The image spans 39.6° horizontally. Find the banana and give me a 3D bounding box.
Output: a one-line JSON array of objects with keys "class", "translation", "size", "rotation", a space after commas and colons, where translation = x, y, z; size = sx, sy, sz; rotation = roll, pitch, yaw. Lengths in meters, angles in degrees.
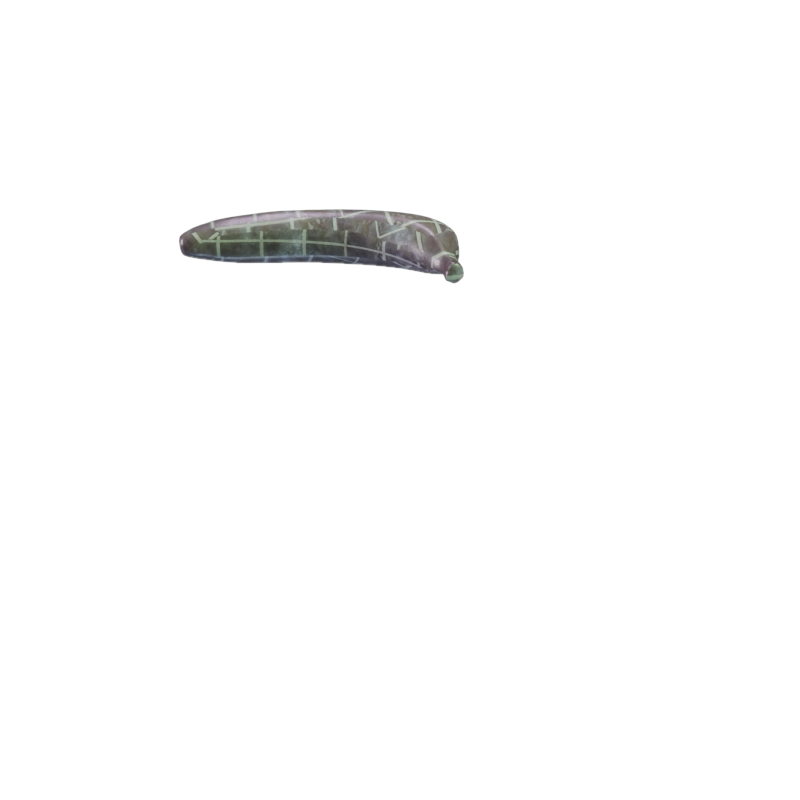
[{"class": "banana", "translation": [-0.044, -0.103, 0.708], "size": [0.205, 0.036, 0.069], "rotation": [7, 14, 26]}]
